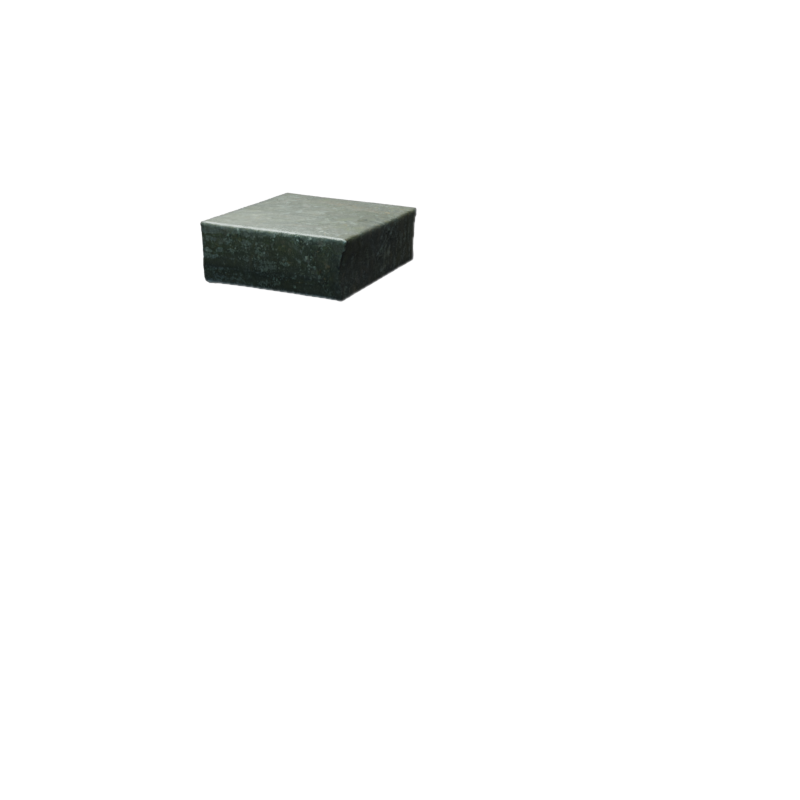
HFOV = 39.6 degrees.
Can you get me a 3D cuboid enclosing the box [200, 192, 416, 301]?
[{"bbox_3d":[-0.051,-0.093,0.649,0.093,0.037,0.114,8,22,21],"label":"box"}]
